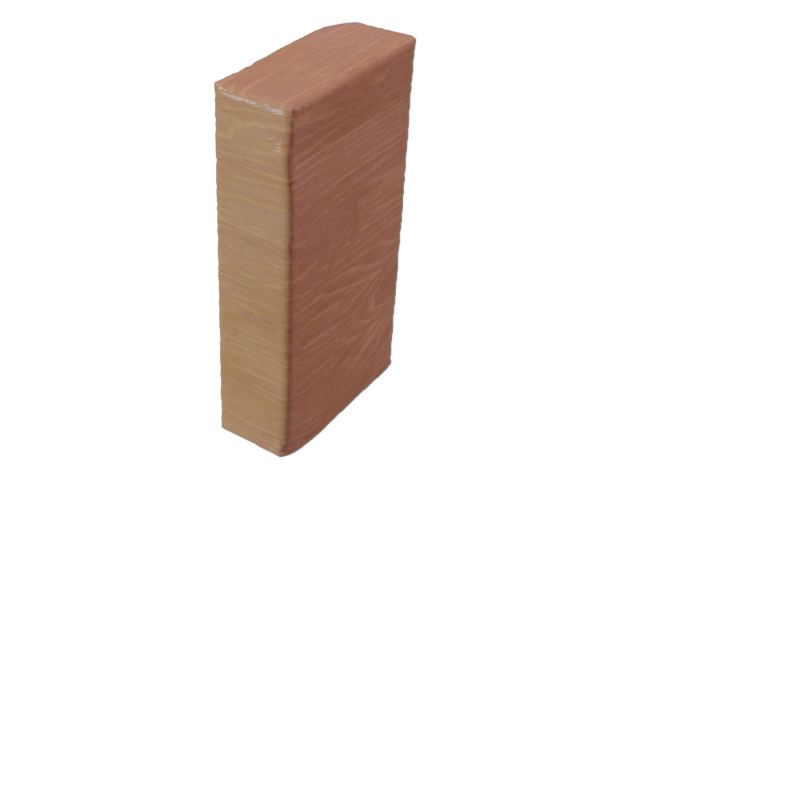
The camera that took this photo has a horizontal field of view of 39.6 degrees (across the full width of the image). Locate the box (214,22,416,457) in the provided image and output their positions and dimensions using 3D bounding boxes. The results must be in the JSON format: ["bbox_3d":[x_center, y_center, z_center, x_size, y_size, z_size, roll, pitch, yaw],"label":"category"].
[{"bbox_3d":[-0.039,-0.070,0.491,0.050,0.165,0.095,20,37,25],"label":"box"}]
